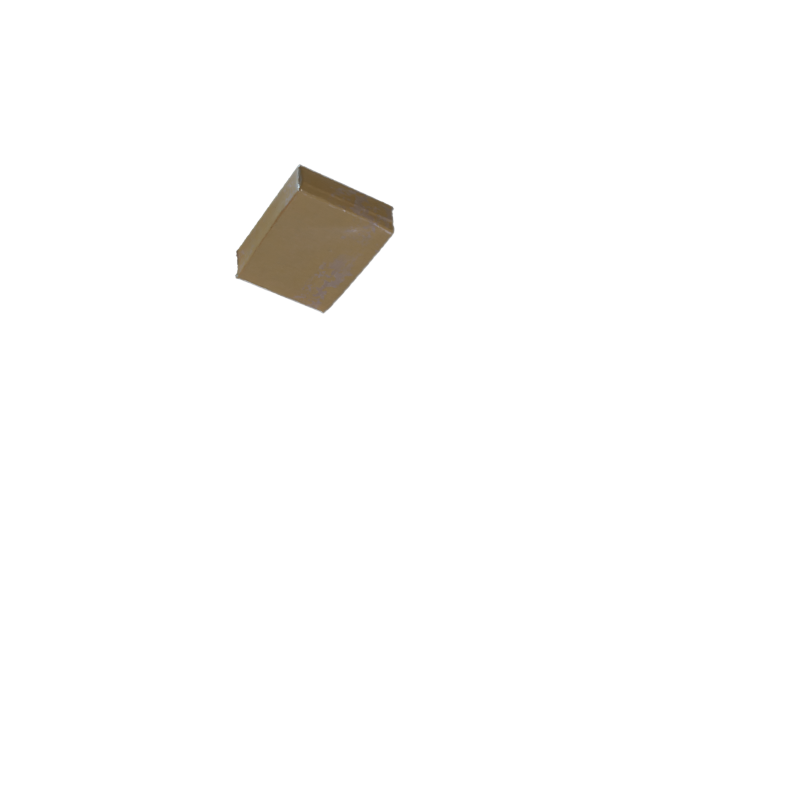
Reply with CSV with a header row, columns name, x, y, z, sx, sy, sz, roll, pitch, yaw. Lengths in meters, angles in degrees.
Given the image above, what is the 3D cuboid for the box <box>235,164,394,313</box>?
name,x,y,z,sx,sy,sz,roll,pitch,yaw
box,-0.071,-0.130,0.909,0.086,0.042,0.110,24,-51,-22
